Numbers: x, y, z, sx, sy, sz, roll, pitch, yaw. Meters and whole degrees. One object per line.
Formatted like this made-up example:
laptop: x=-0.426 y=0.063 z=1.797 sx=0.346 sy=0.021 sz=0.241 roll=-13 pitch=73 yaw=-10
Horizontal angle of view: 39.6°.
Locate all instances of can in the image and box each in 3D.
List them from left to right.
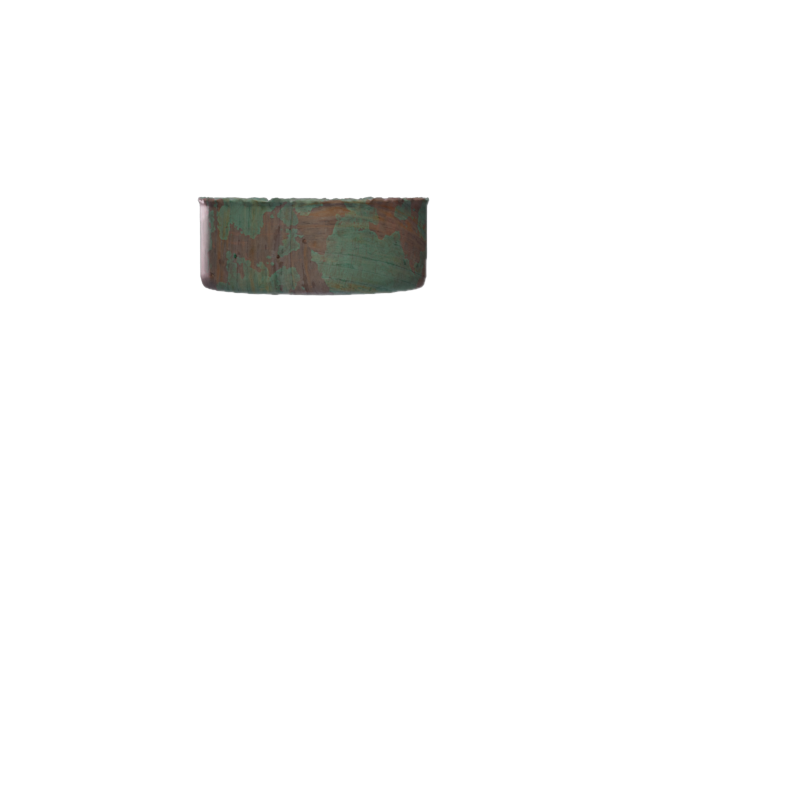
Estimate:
can: x=-0.032 y=-0.059 z=0.413 sx=0.086 sy=0.033 sz=0.087 roll=0 pitch=9 yaw=-2
